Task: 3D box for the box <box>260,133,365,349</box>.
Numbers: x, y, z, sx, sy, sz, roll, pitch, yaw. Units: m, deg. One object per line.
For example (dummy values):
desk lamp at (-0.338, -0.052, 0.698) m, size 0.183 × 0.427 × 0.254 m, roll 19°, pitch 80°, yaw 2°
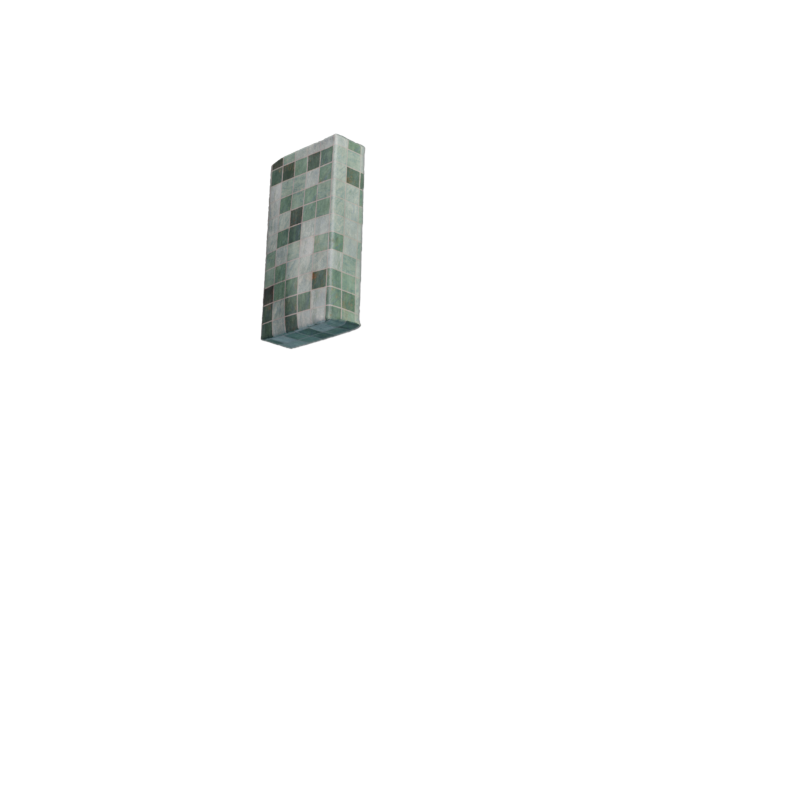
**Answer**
box at (-0.078, -0.142, 0.996) m, size 0.095 × 0.184 × 0.045 m, roll -18°, pitch -25°, yaw 41°
